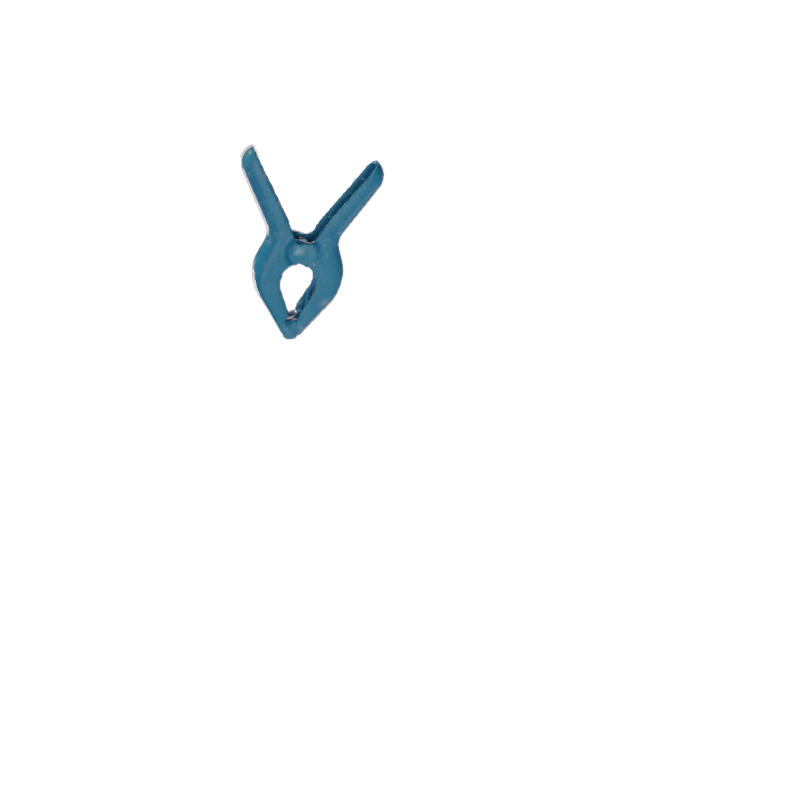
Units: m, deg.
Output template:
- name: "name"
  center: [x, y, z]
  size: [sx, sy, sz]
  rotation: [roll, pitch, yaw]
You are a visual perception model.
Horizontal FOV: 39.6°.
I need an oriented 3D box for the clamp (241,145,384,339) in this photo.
- name: "clamp"
  center: [-0.075, -0.136, 0.955]
  size: [0.120, 0.163, 0.041]
  rotation: [1, 23, -1]
